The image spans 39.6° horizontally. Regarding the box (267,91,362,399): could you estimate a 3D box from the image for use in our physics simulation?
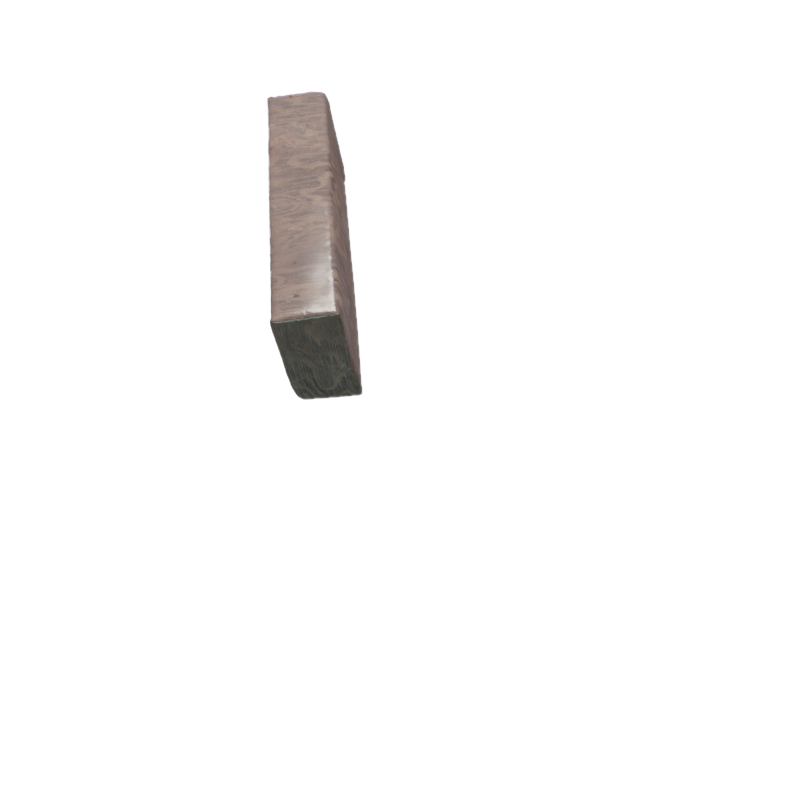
[{"bbox_3d":[-0.054,-0.099,0.690,0.048,0.189,0.087,-6,-34,4],"label":"box"}]
